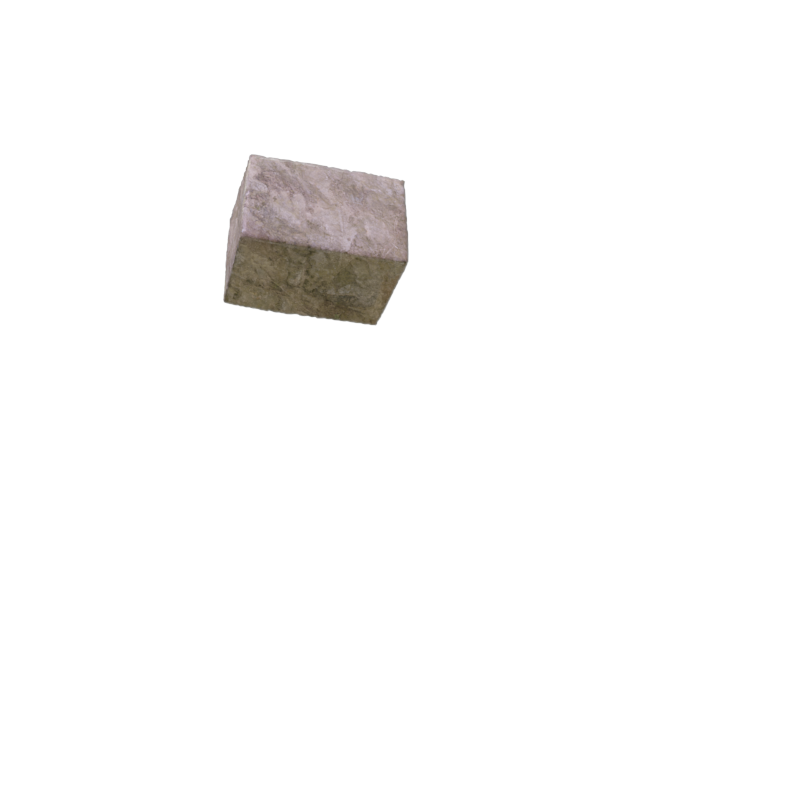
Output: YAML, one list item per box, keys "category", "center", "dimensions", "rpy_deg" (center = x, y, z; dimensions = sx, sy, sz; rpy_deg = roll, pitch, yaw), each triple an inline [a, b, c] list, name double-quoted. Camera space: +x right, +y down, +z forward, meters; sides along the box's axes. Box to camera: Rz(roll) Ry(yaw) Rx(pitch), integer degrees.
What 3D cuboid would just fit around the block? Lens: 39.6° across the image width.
- category: "block"
  center: [-0.041, -0.074, 0.521]
  dimensions: [0.076, 0.055, 0.050]
  rpy_deg: [8, -37, -13]
